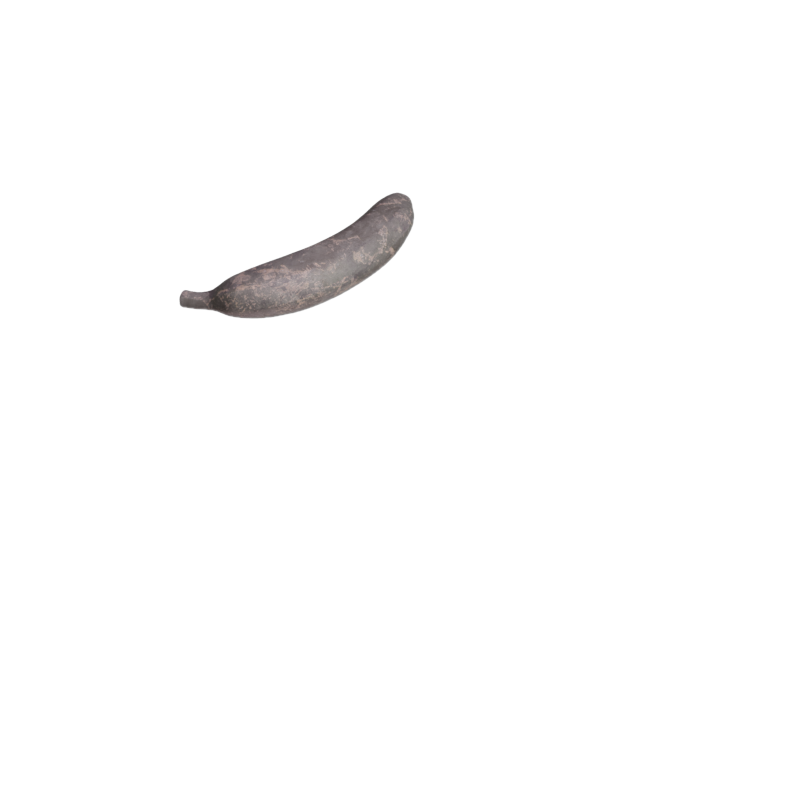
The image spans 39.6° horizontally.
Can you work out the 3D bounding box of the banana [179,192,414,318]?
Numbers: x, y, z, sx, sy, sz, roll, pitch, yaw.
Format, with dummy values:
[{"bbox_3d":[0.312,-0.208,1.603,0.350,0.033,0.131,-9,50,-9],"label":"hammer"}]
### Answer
[{"bbox_3d":[-0.050,-0.098,0.747,0.197,0.034,0.075,-28,45,-32],"label":"banana"}]
